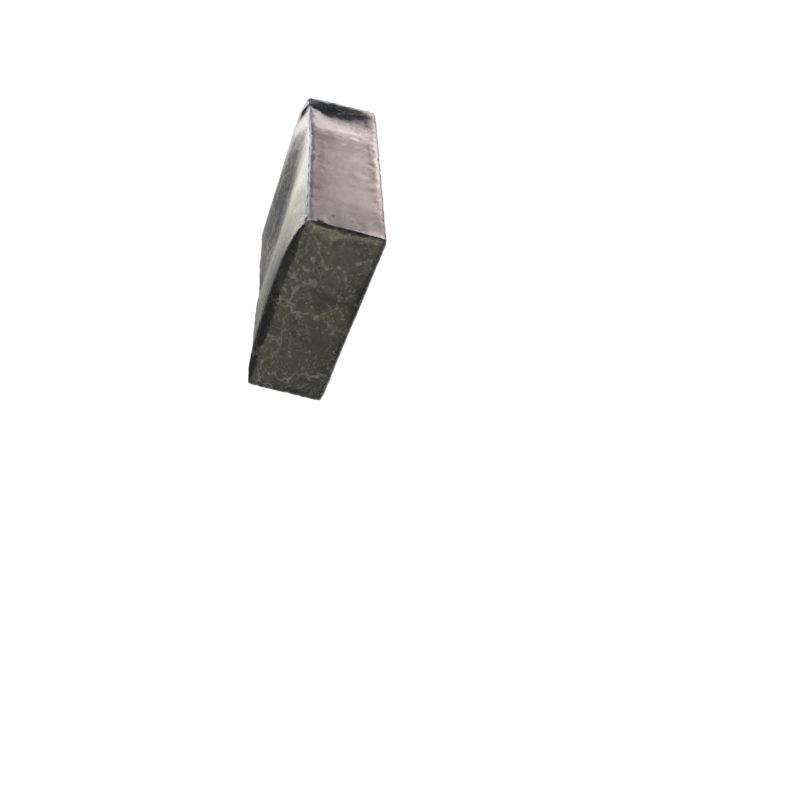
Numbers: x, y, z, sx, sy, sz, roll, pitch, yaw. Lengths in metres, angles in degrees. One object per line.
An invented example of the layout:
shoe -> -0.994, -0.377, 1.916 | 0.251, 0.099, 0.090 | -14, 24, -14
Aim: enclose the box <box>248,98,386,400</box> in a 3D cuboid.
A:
box -> -0.073, -0.134, 0.935 | 0.070, 0.157, 0.229 | 14, 35, -15
